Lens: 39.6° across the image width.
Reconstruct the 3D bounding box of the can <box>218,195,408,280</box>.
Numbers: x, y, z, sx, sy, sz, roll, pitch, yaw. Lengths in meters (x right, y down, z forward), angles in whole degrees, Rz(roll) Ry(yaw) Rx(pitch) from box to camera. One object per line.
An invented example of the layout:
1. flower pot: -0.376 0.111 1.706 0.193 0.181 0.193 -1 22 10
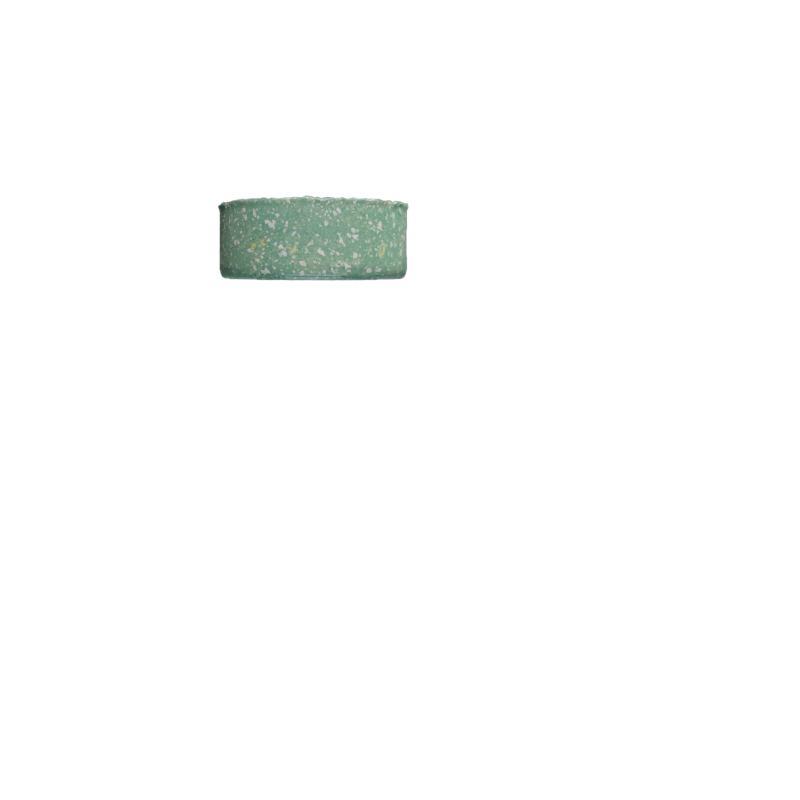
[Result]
1. can: -0.039 -0.071 0.499 0.086 0.034 0.086 0 4 -2
